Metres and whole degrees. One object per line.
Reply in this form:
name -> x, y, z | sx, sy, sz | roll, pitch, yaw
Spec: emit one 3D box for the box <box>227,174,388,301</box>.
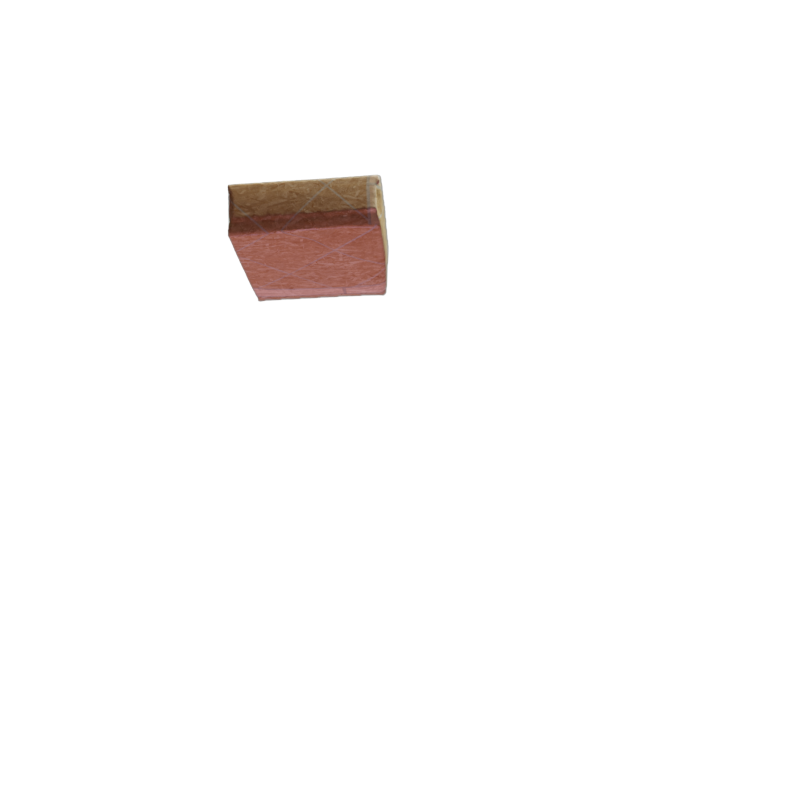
box -> -0.053, -0.097, 0.682 | 0.090, 0.041, 0.107 | -1, -19, 3
